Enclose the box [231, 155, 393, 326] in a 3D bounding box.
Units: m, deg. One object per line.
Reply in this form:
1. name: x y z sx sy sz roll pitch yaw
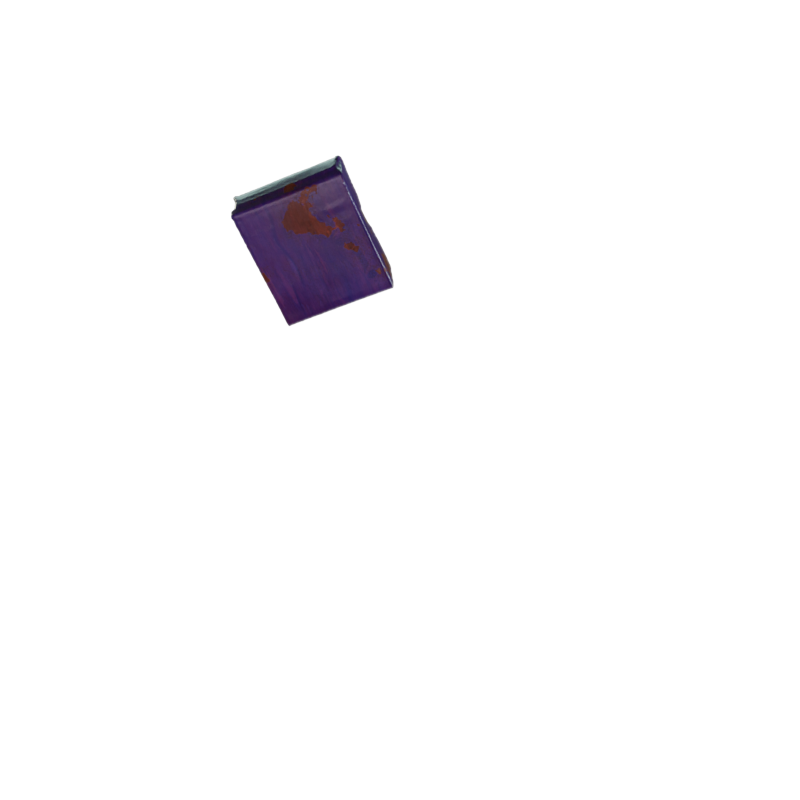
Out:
1. box: -0.054 -0.099 0.691 0.073 0.084 0.032 -20 27 10
